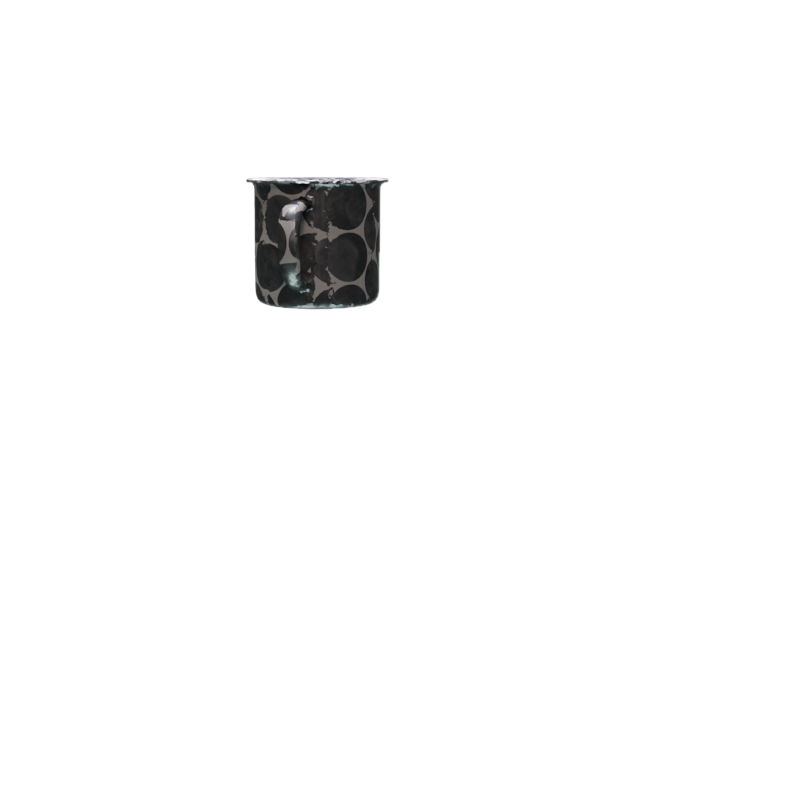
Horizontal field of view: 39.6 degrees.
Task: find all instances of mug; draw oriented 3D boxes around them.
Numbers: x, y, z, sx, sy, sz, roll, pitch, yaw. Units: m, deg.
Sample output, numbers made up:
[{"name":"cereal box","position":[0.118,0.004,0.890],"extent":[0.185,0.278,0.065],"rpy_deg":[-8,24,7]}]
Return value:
[{"name":"mug","position":[-0.056,-0.102,0.714],"extent":[0.095,0.080,0.118],"rpy_deg":[2,10,9]}]
